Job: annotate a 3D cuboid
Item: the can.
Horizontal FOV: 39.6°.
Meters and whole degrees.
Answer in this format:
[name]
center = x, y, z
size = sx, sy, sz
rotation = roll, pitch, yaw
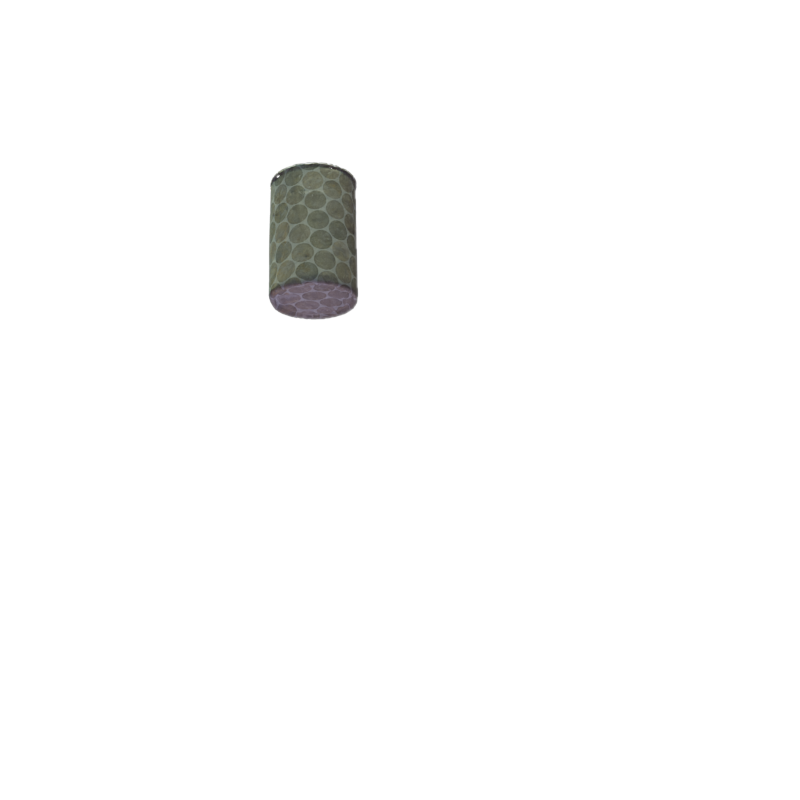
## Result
[can]
center = -0.066, -0.121, 0.846
size = 0.068, 0.108, 0.065
rotation = 0, -25, -2
